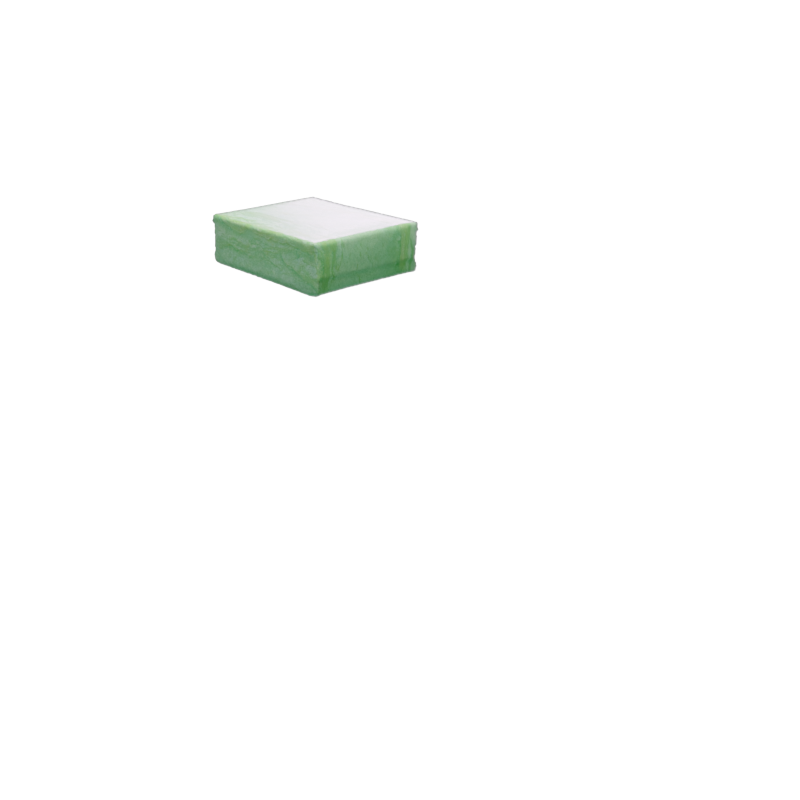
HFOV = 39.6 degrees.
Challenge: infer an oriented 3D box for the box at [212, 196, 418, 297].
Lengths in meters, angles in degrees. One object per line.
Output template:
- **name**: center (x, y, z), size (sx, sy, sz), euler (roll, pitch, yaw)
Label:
- **box**: center (-0.058, -0.106, 0.745), size (0.088, 0.037, 0.121), euler (-19, 29, -38)
